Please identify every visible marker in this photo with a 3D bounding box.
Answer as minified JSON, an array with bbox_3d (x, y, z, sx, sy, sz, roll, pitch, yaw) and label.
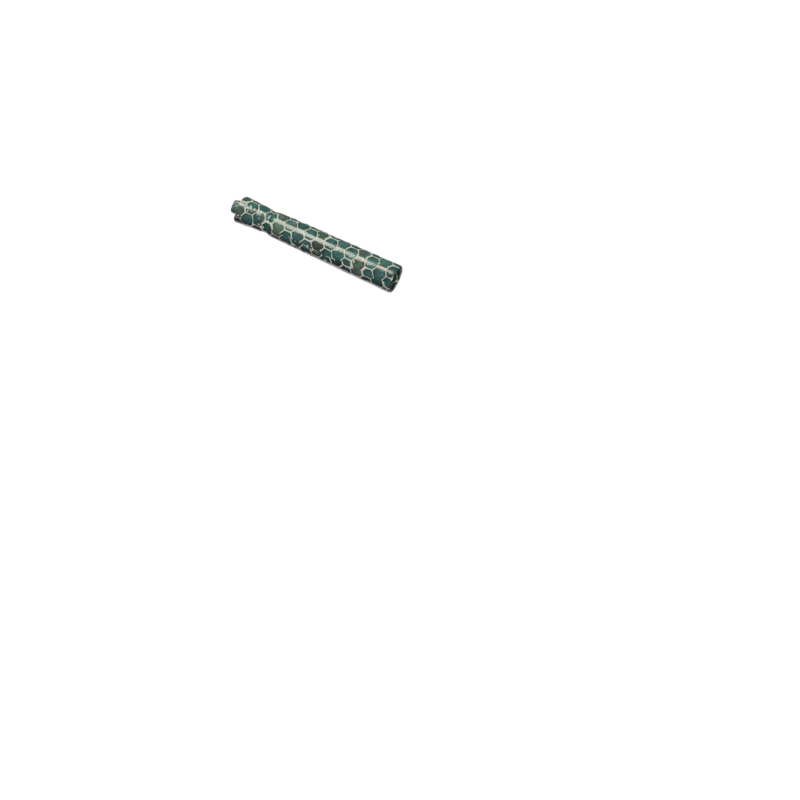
[{"bbox_3d":[-0.056,-0.102,0.717,0.125,0.019,0.019,26,11,16],"label":"marker"}]
